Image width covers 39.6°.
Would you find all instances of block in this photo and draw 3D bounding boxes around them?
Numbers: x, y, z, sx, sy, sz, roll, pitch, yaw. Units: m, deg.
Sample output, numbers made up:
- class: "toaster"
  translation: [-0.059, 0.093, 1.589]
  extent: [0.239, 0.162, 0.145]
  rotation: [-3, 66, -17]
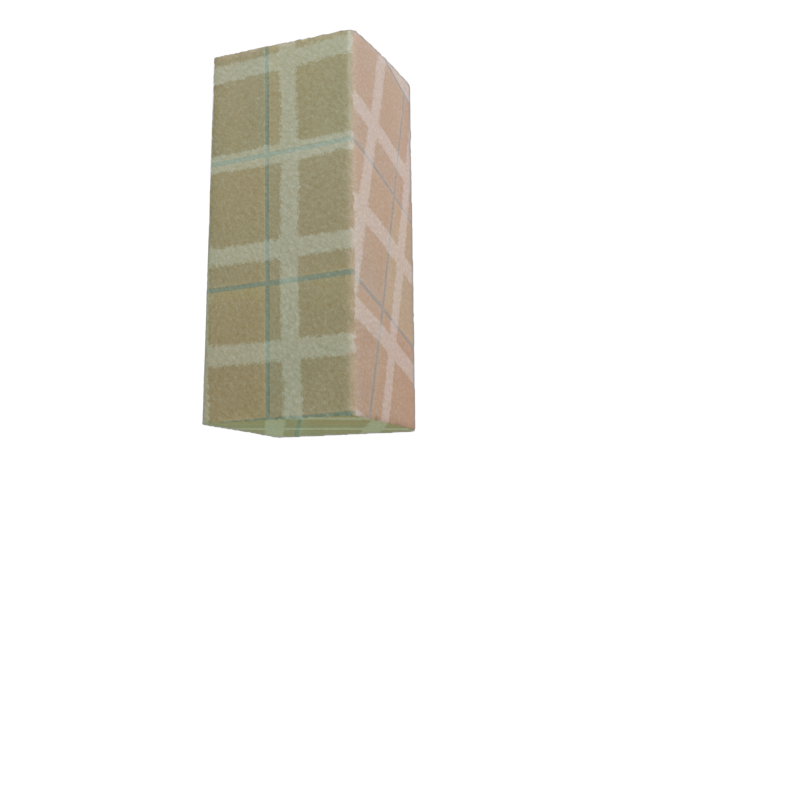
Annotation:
- class: "block"
  translation: [-0.048, -0.088, 0.619]
  extent: [0.093, 0.213, 0.085]
  rotation: [-7, -15, 23]
